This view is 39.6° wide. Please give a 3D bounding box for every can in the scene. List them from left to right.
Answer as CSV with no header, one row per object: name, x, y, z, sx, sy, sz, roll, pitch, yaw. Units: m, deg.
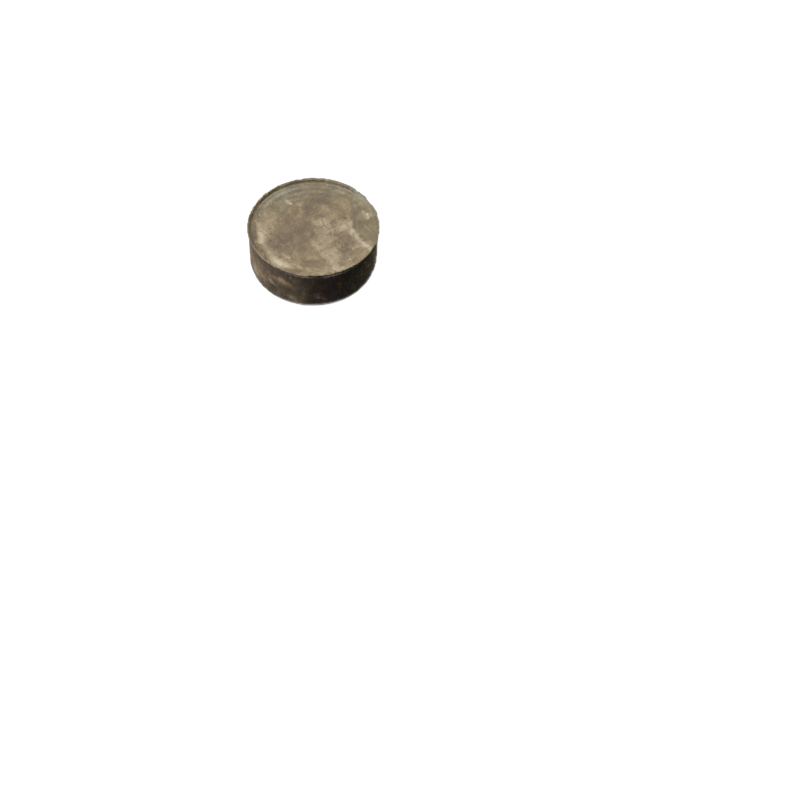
can,-0.057,-0.104,0.728,0.086,0.092,0.031,-1,-38,-1
